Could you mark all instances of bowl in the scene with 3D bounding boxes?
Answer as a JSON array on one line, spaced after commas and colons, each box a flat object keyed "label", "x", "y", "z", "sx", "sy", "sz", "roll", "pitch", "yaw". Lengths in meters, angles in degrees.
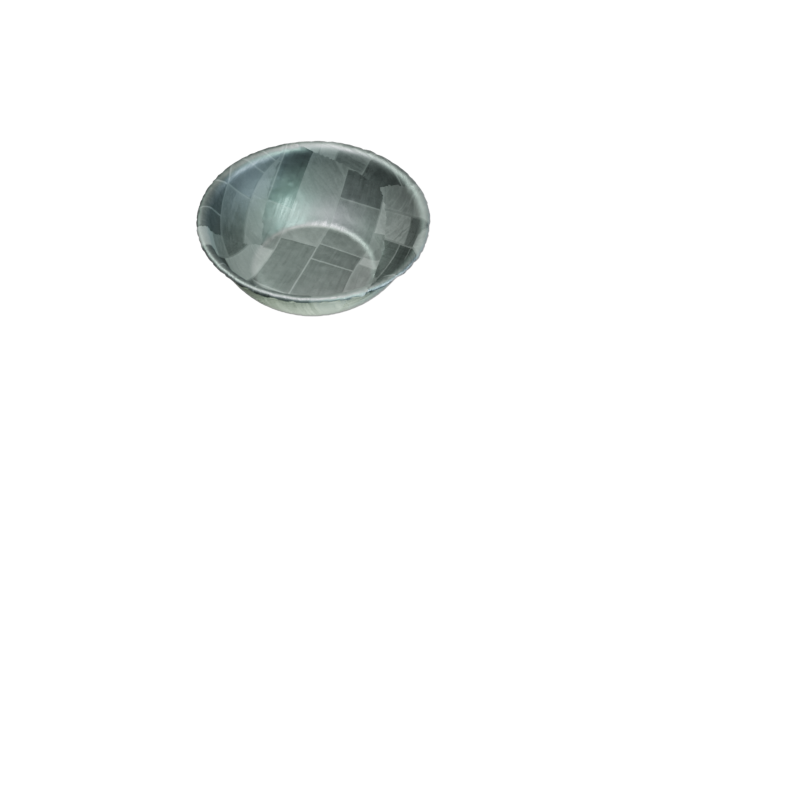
[{"label": "bowl", "x": -0.061, "y": -0.112, "z": 0.782, "sx": 0.162, "sy": 0.174, "sz": 0.051, "roll": -1, "pitch": -41, "yaw": -1}]
